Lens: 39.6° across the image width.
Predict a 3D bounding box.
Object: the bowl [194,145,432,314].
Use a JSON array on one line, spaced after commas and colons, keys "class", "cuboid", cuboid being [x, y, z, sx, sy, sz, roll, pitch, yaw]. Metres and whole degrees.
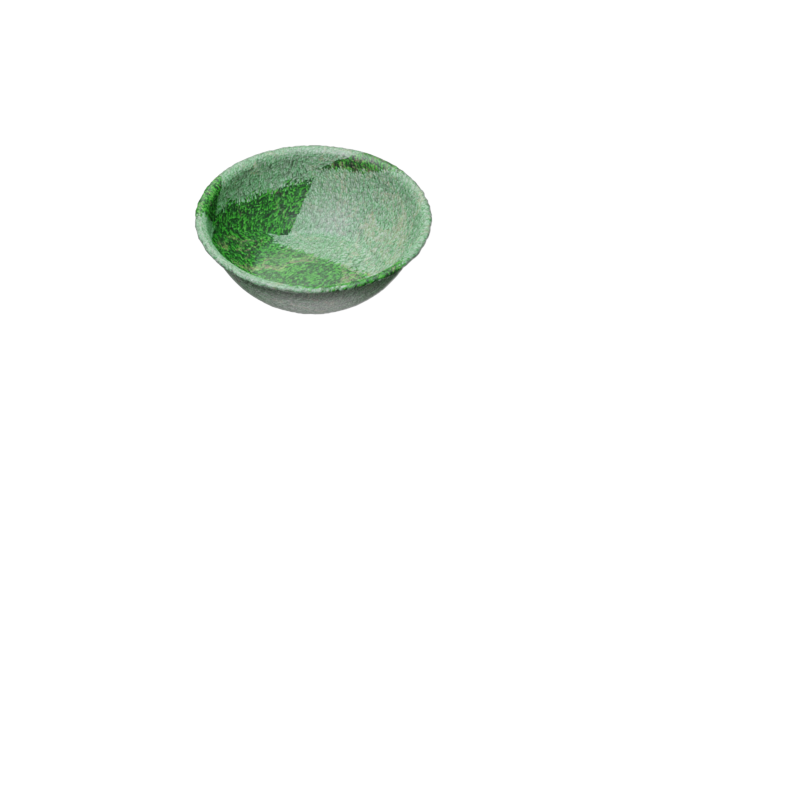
[{"class": "bowl", "cuboid": [-0.060, -0.110, 0.772, 0.162, 0.051, 0.174, -1, 44, -1]}]
